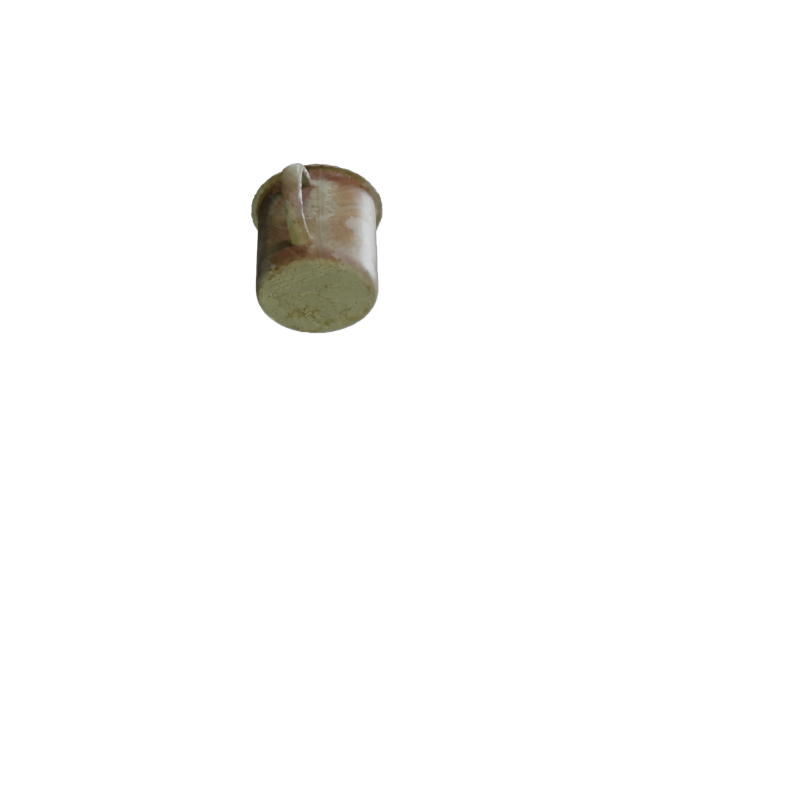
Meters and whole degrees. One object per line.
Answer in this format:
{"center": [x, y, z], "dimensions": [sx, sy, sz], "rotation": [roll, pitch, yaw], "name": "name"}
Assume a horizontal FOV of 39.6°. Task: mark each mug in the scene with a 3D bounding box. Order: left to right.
{"center": [-0.058, -0.107, 0.746], "dimensions": [0.094, 0.087, 0.108], "rotation": [-7, -39, 7], "name": "mug"}
